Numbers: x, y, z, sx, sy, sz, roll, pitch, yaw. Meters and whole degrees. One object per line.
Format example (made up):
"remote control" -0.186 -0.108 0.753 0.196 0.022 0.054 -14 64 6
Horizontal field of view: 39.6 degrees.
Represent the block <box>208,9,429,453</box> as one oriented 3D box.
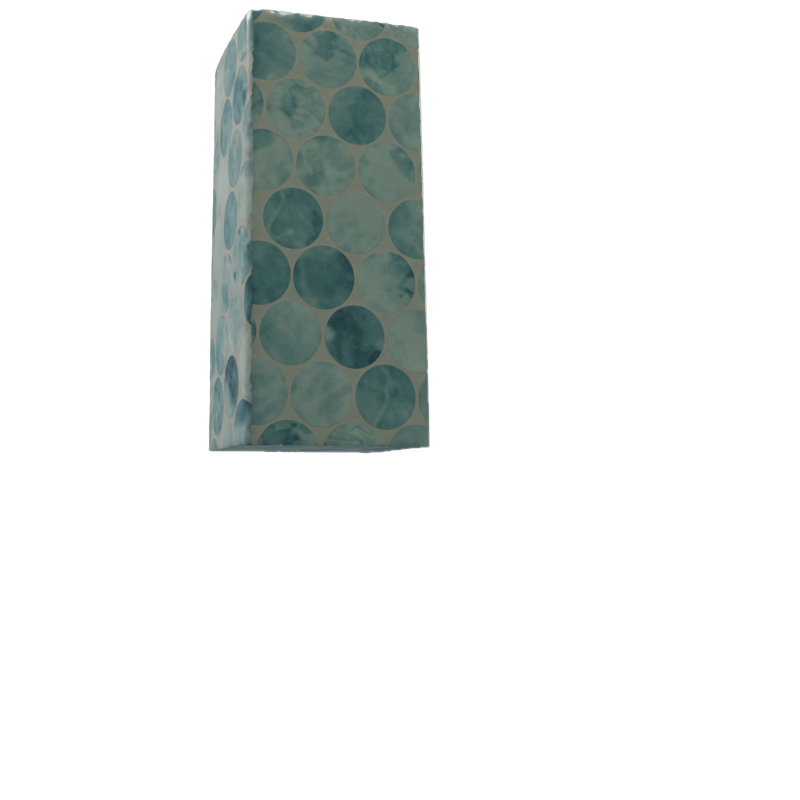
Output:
"block" -0.044 -0.080 0.558 0.088 0.212 0.090 3 -12 -18
